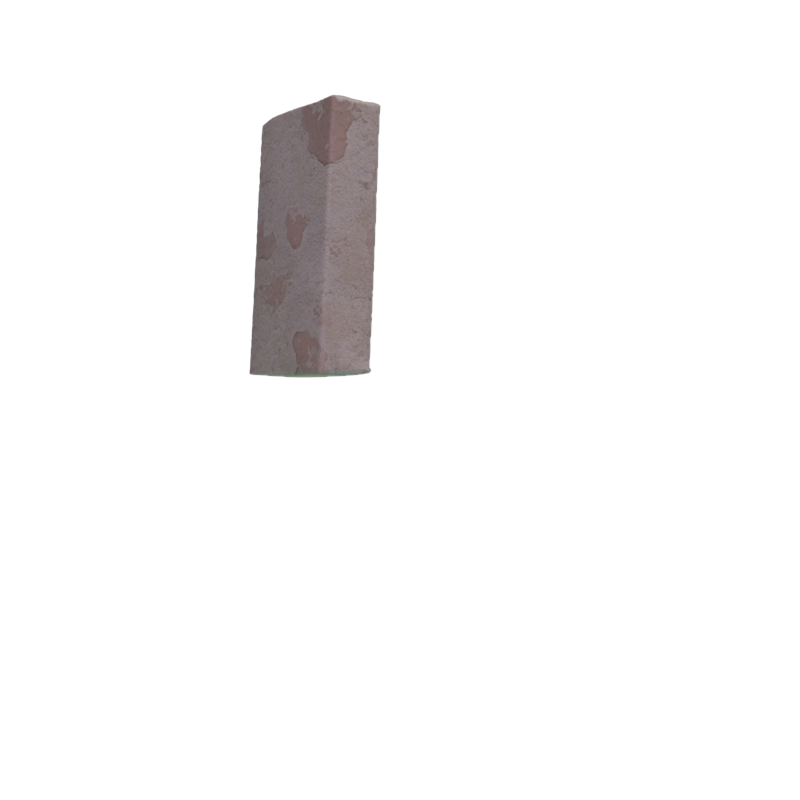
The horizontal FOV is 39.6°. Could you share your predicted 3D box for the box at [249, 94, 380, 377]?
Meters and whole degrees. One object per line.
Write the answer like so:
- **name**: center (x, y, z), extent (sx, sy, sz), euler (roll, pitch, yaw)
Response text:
- **box**: center (-0.057, -0.104, 0.729), extent (0.046, 0.179, 0.096), euler (5, -8, -35)
